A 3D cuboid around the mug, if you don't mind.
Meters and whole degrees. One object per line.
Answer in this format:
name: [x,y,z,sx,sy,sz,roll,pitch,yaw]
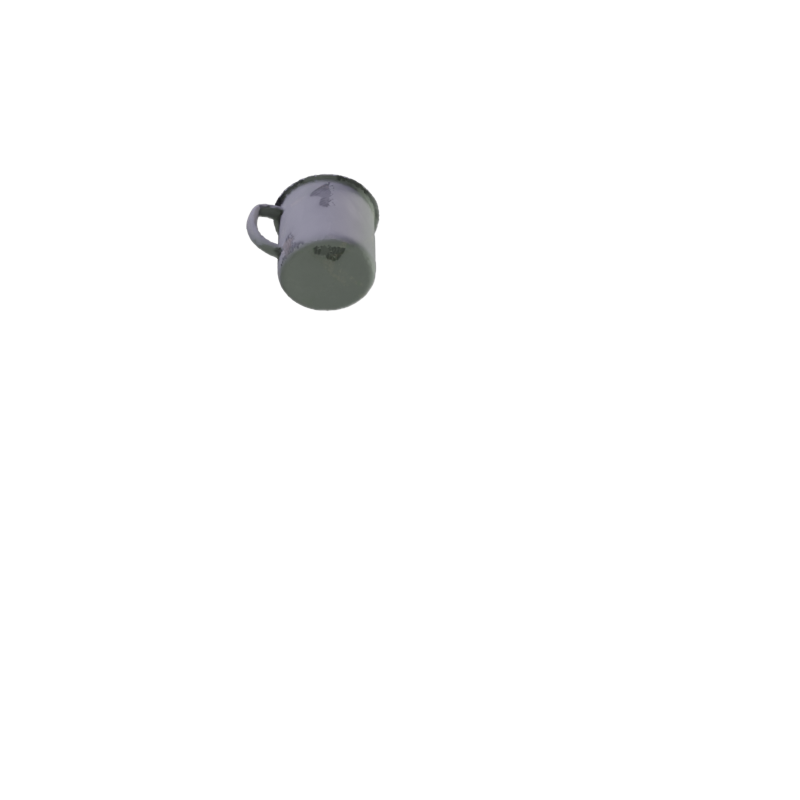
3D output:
mug: [-0.073,-0.133,0.933,0.113,0.087,0.089,17,-49,-17]
